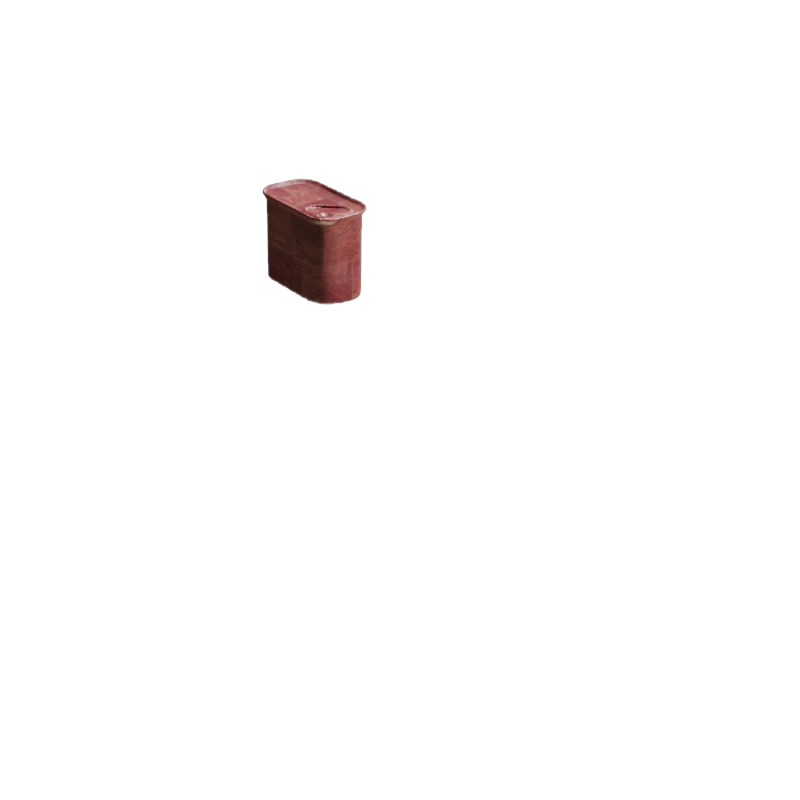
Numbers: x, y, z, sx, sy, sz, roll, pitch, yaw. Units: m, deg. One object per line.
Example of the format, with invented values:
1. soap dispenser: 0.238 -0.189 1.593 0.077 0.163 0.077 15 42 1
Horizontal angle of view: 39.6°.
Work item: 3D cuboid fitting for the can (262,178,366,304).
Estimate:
1. can: -0.077 -0.140 0.983 0.056 0.079 0.109 -17 32 -34
